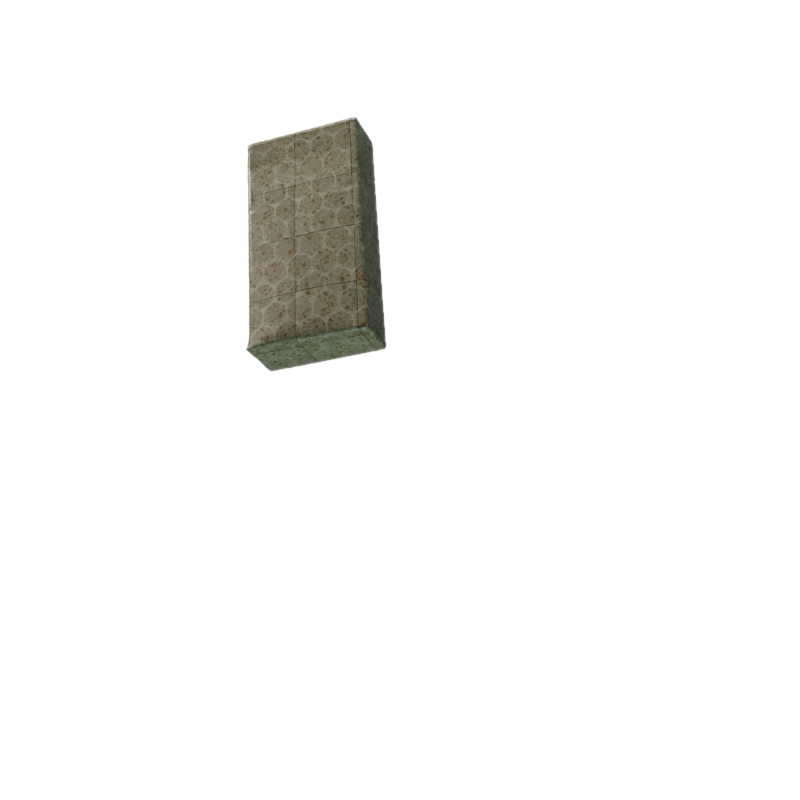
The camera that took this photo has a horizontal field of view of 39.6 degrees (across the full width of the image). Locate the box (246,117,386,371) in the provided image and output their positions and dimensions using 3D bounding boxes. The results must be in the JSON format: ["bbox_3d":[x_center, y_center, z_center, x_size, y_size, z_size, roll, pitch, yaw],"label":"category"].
[{"bbox_3d":[-0.063,-0.116,0.813,0.095,0.188,0.044,-12,-31,17],"label":"box"}]
